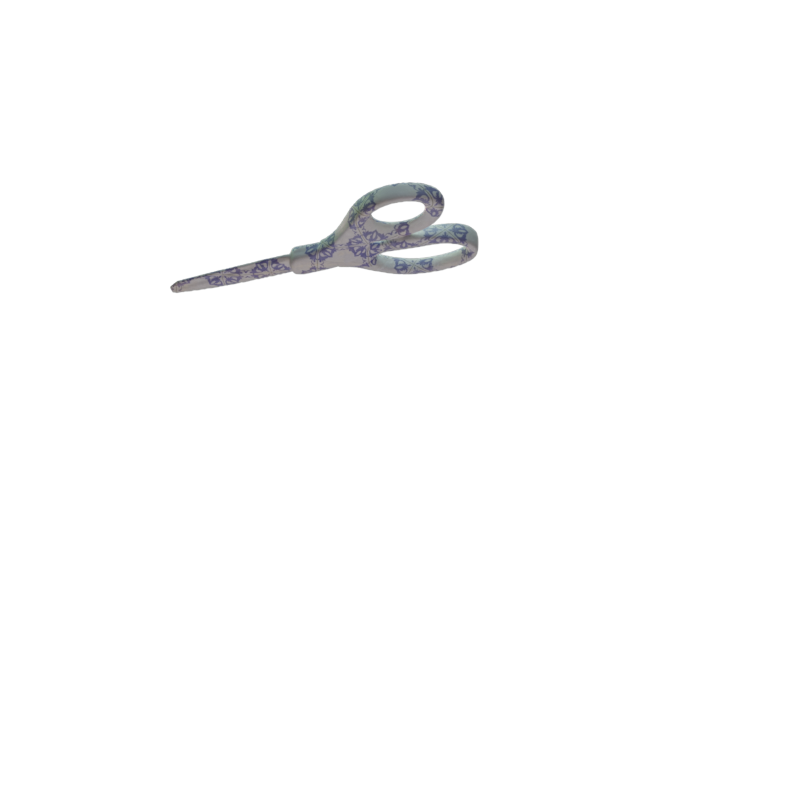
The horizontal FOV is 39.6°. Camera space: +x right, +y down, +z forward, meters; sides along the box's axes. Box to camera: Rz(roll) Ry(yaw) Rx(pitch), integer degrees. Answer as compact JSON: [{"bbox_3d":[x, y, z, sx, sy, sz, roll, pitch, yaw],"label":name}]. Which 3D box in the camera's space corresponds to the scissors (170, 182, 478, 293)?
[{"bbox_3d":[-0.053,-0.097,0.683,0.203,0.017,0.090,-3,-27,6],"label":"scissors"}]
